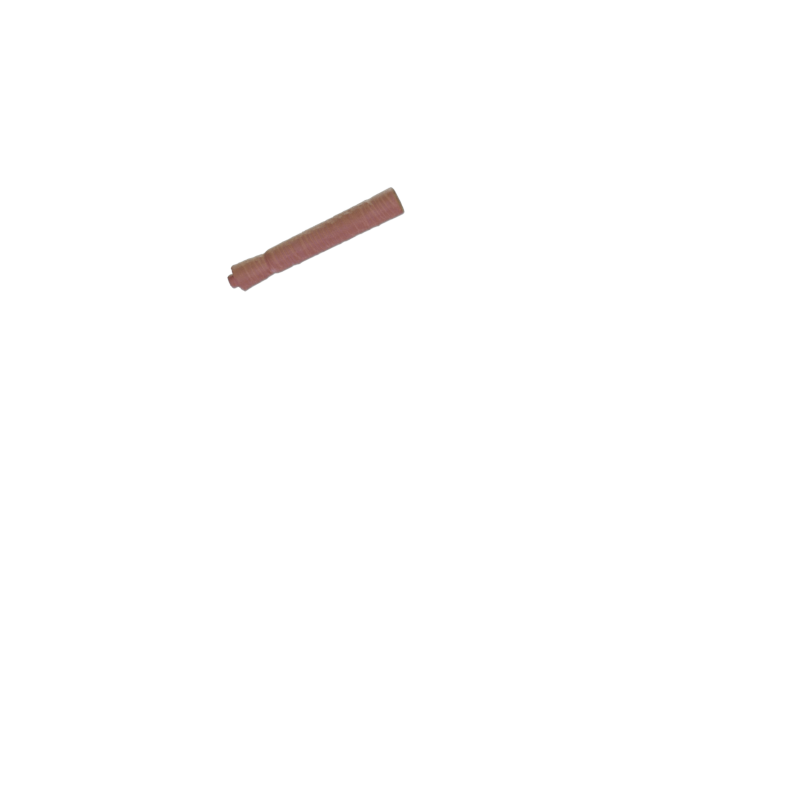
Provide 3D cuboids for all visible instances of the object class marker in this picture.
[{"bbox_3d":[-0.055,-0.101,0.706,0.121,0.020,0.020,-25,0,10],"label":"marker"}]
